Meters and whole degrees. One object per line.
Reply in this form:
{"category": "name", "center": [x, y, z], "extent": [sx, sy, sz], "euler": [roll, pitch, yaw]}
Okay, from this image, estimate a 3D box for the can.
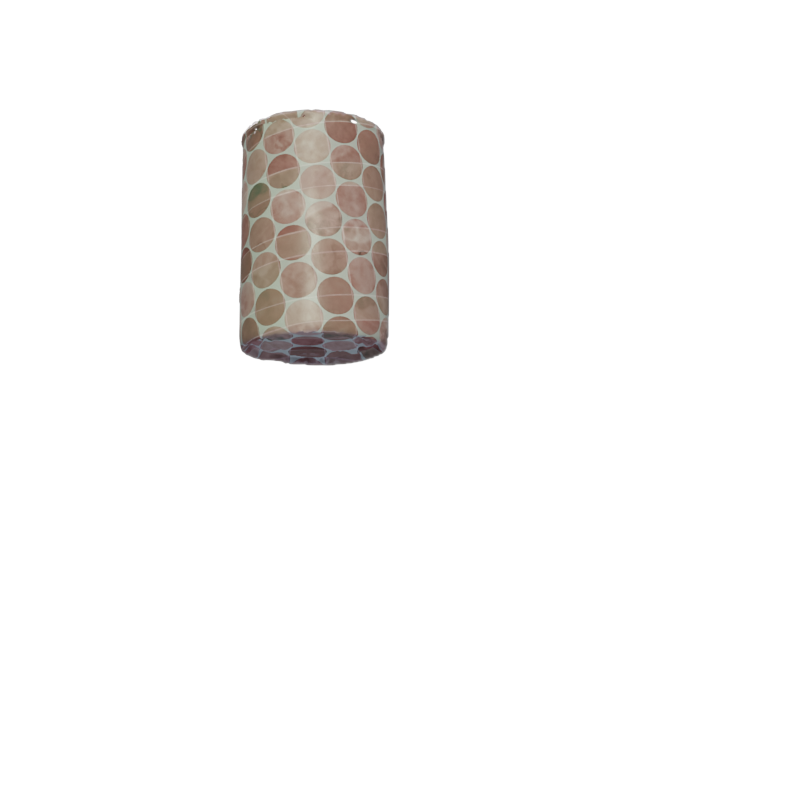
{"category": "can", "center": [-0.040, -0.073, 0.508], "extent": [0.068, 0.107, 0.066], "euler": [0, -16, -2]}
